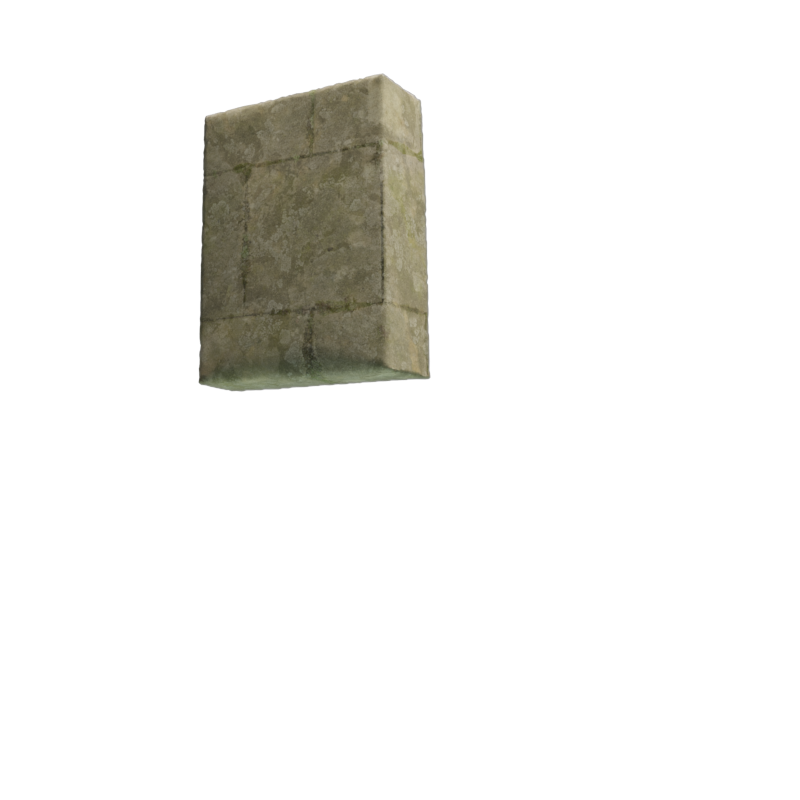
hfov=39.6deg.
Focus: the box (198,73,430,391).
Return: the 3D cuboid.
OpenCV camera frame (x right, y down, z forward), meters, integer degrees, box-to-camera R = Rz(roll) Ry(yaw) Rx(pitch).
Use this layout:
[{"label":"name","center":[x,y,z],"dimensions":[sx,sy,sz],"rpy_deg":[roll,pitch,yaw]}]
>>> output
[{"label":"box","center":[-0.065,-0.118,0.828],"dimensions":[0.168,0.221,0.068],"rpy_deg":[-7,-14,29]}]
